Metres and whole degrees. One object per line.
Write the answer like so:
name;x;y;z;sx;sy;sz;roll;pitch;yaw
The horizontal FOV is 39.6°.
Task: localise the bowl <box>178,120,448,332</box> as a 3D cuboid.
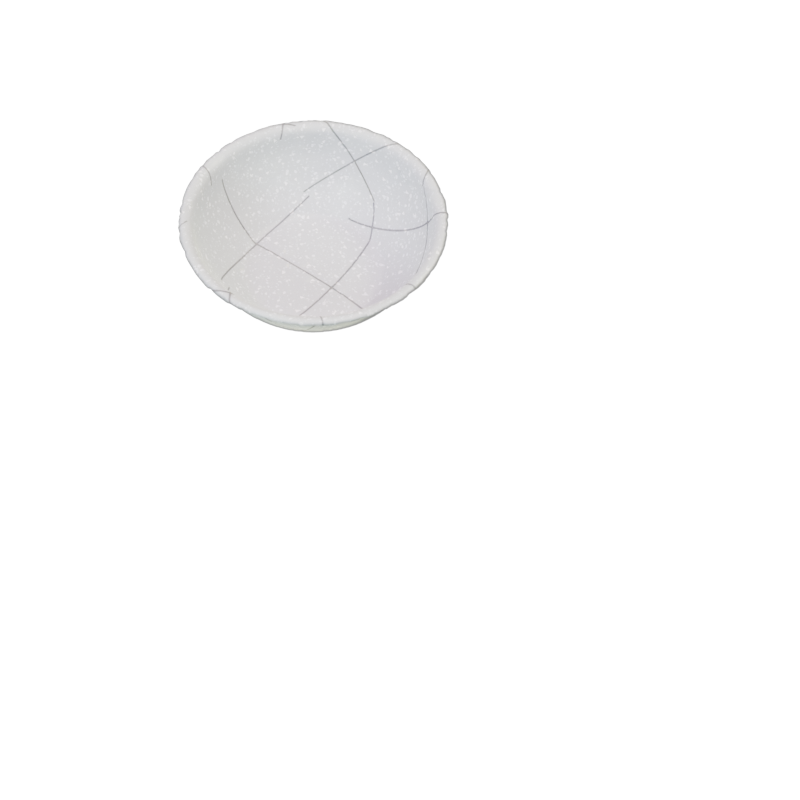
bowl;-0.054;-0.098;0.685;0.162;0.174;0.051;-1;-36;-1
